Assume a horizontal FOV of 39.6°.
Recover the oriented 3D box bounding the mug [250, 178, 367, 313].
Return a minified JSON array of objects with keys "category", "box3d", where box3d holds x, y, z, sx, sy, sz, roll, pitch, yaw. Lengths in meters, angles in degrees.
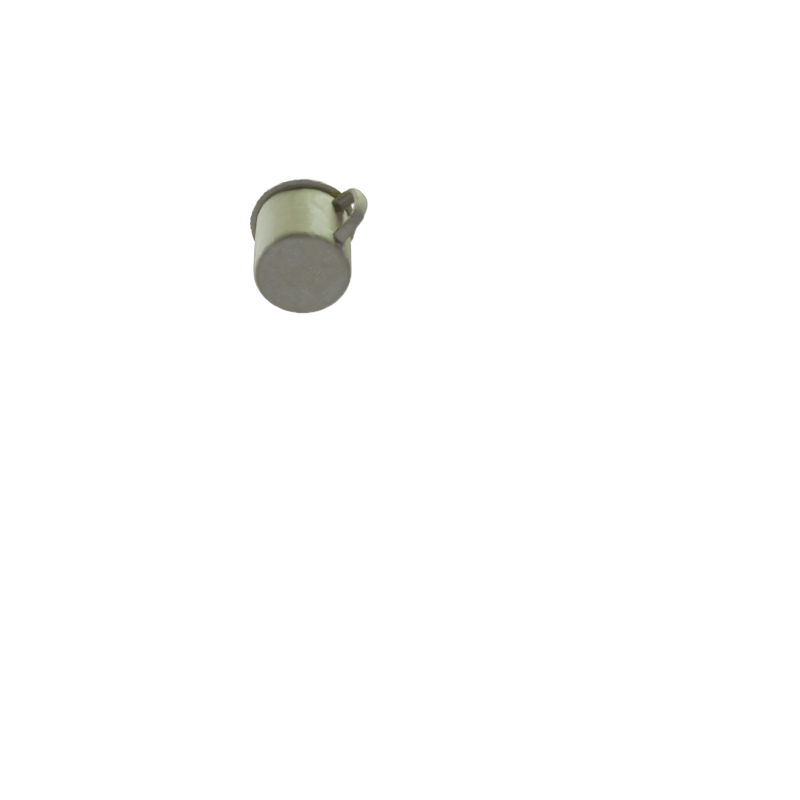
[{"category":"mug","box3d":[-0.073,-0.134,0.936,0.116,0.087,0.088,-34,-59,22]}]
